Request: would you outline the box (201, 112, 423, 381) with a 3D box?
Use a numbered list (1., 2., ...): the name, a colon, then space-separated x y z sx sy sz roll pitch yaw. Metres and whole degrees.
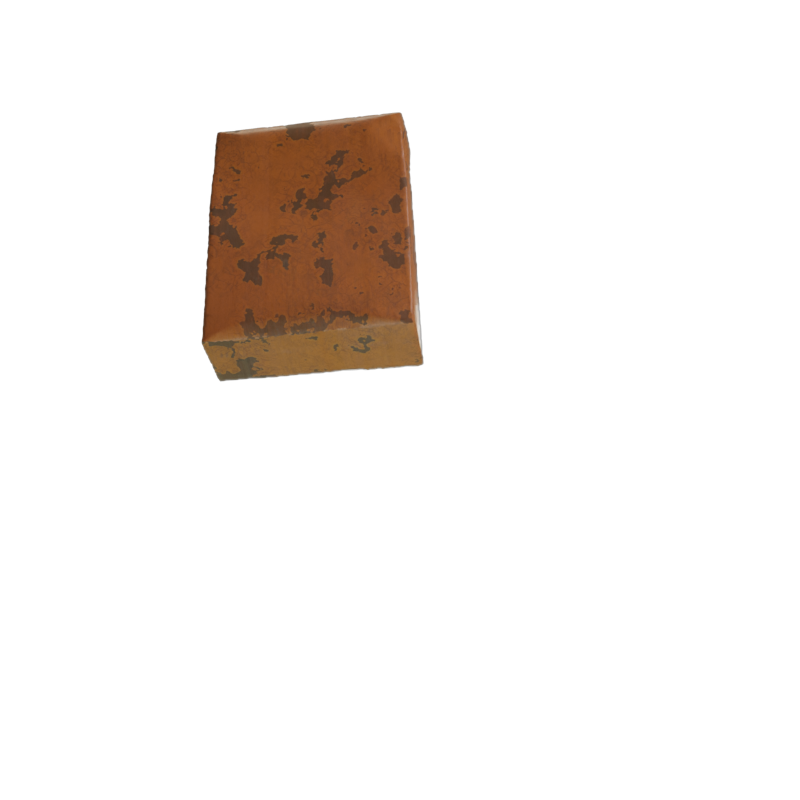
1. box: -0.070 -0.128 0.899 0.165 0.228 0.067 -6 -33 6
